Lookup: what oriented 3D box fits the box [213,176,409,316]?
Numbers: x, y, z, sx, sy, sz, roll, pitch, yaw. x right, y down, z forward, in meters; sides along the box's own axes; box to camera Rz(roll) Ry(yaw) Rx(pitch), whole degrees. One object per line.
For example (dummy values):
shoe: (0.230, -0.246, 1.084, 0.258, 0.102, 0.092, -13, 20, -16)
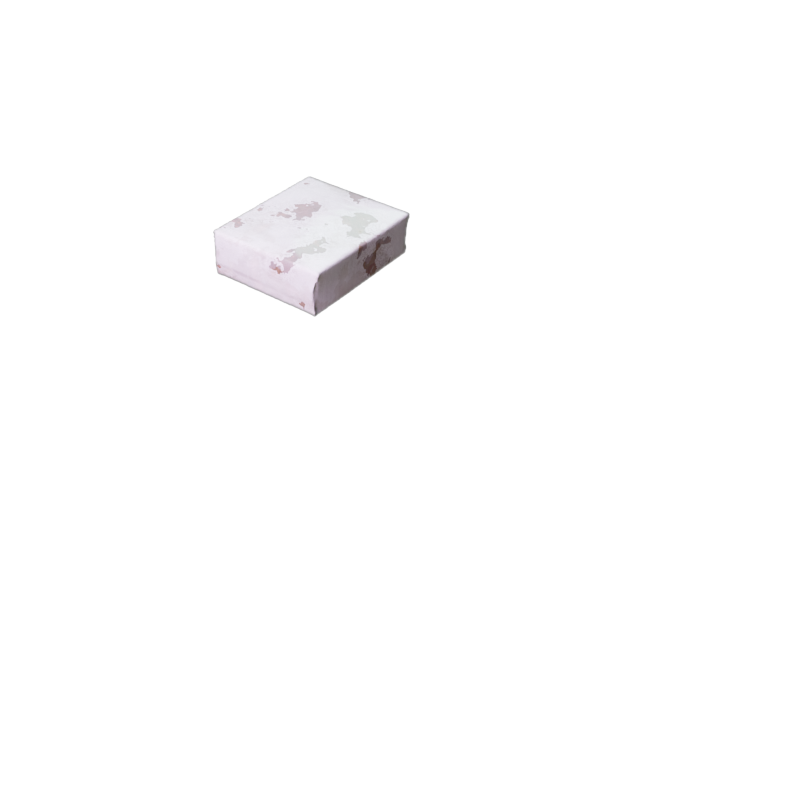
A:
box: (-0.061, -0.110, 0.774, 0.095, 0.036, 0.115, 22, 42, 27)
